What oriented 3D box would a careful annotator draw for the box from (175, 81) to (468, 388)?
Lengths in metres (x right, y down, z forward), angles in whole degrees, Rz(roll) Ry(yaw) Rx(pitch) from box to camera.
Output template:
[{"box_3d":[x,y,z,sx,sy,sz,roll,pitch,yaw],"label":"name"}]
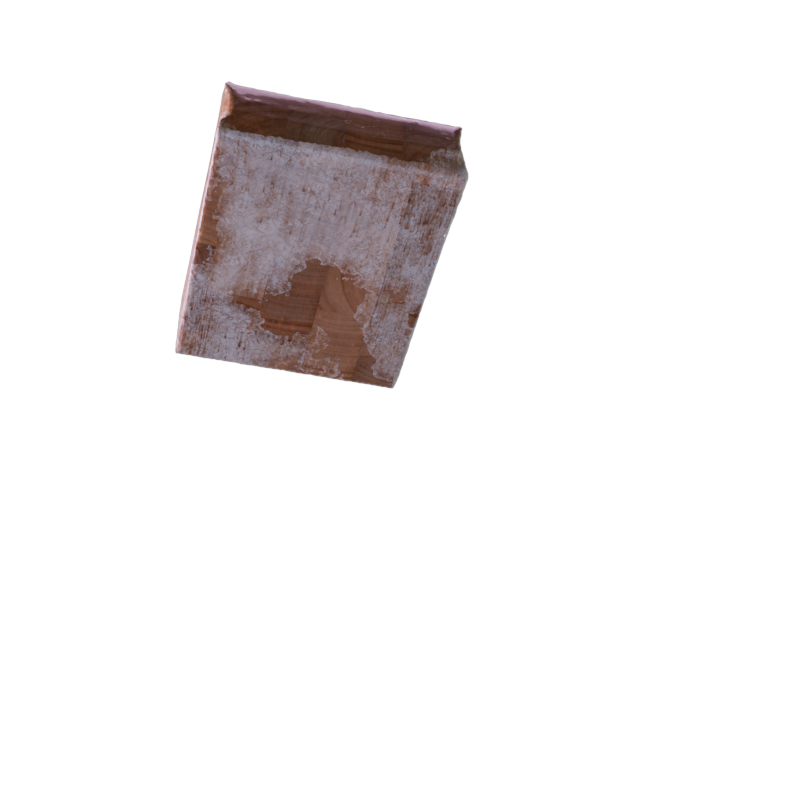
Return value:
[{"box_3d":[-0.027,-0.049,0.342,0.072,0.084,0.032,10,39,-9],"label":"box"}]
